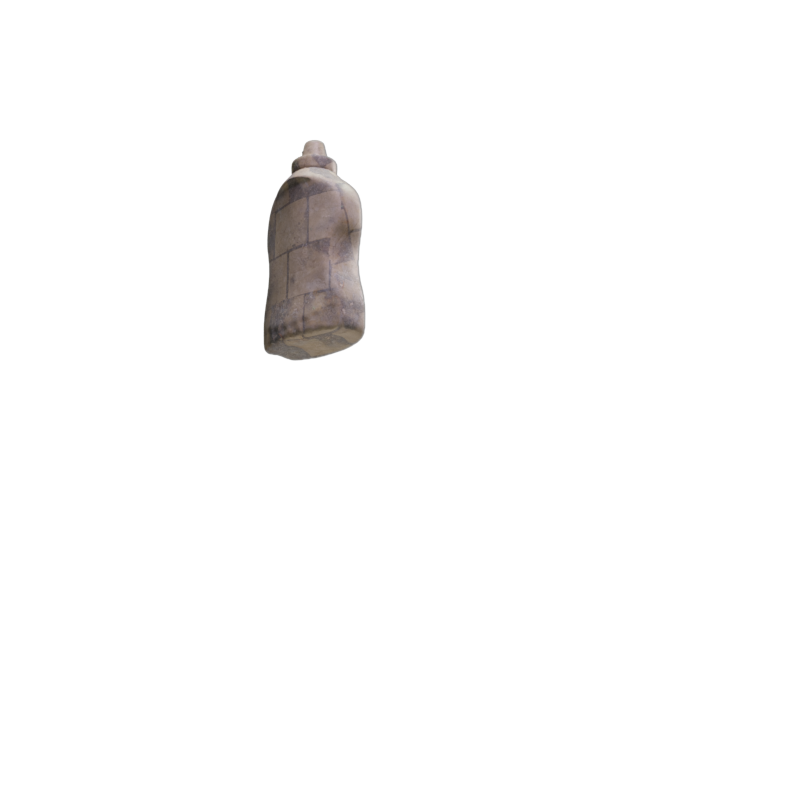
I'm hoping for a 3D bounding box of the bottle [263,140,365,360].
[{"bbox_3d":[-0.074,-0.136,0.956,0.055,0.202,0.097,19,-29,-41],"label":"bottle"}]
